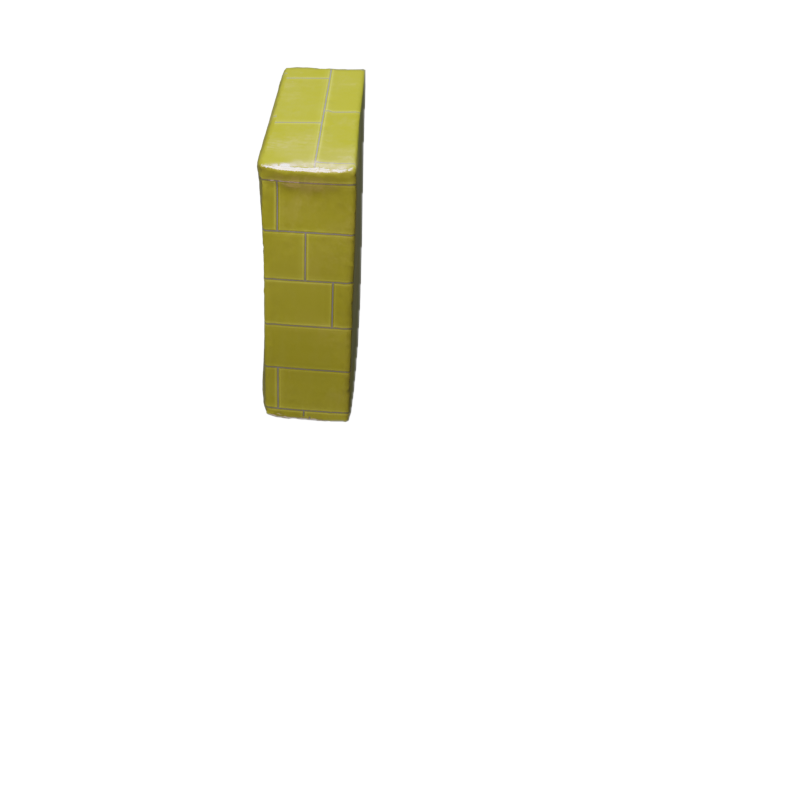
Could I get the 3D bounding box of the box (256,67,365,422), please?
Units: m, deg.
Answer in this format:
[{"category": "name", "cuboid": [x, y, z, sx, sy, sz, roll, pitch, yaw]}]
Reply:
[{"category": "box", "cuboid": [-0.065, -0.118, 0.827, 0.072, 0.200, 0.175, 2, 35, -1]}]
